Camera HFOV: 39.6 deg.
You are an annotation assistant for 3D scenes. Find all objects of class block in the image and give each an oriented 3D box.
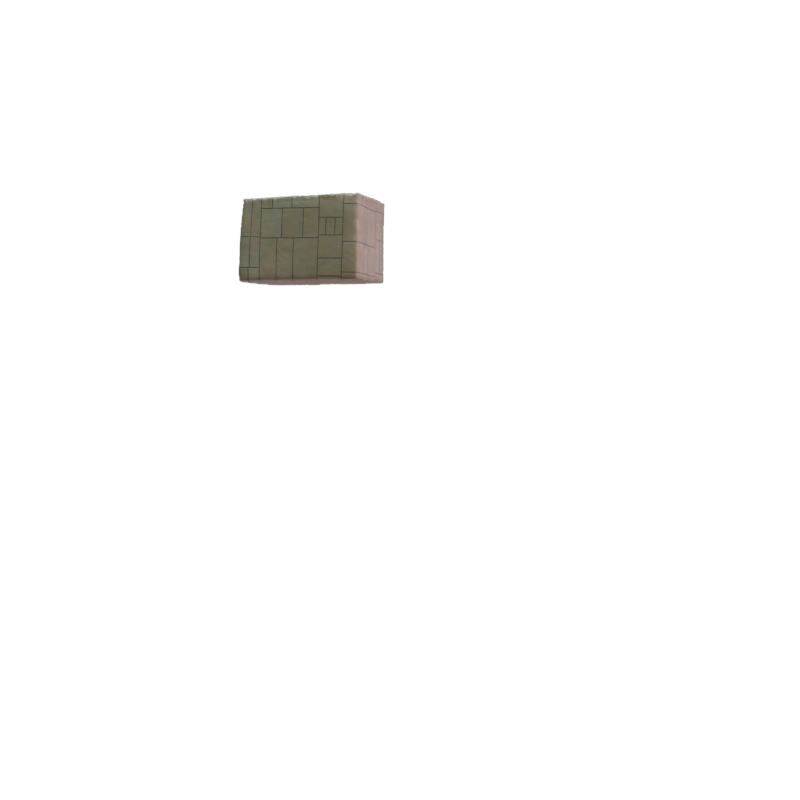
[{"bbox_3d":[-0.054,-0.098,0.684,0.080,0.052,0.051,0,-1,20],"label":"block"}]
